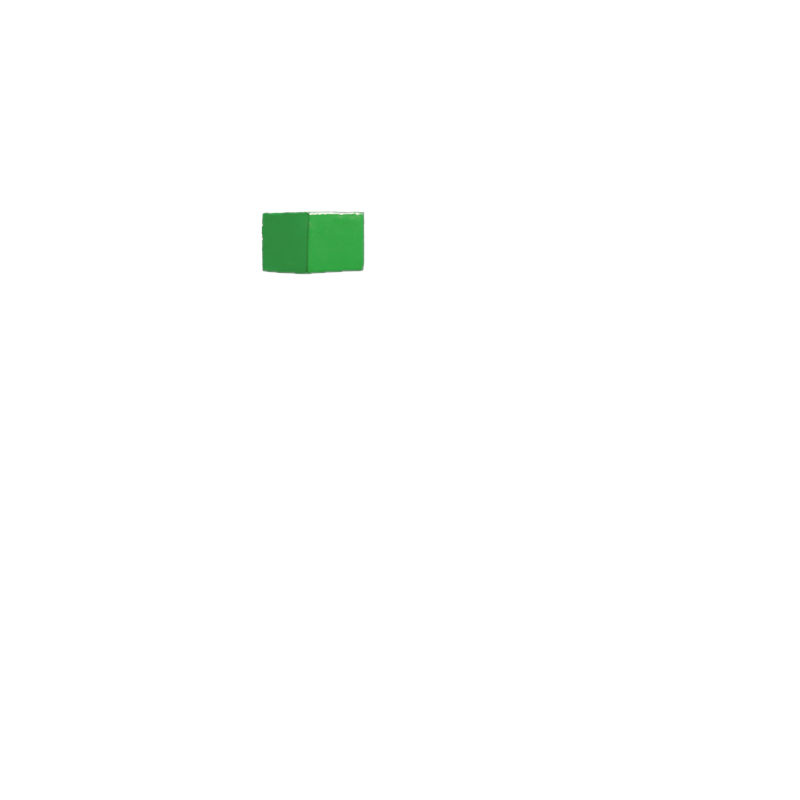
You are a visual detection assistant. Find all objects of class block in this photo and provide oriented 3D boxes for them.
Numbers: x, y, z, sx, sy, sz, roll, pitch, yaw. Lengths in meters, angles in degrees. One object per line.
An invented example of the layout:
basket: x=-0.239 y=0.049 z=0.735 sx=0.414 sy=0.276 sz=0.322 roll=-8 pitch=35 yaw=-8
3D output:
block: x=-0.074 y=-0.135 z=0.944 sx=0.055 sy=0.051 sz=0.076 roll=5 pitch=8 yaw=37
